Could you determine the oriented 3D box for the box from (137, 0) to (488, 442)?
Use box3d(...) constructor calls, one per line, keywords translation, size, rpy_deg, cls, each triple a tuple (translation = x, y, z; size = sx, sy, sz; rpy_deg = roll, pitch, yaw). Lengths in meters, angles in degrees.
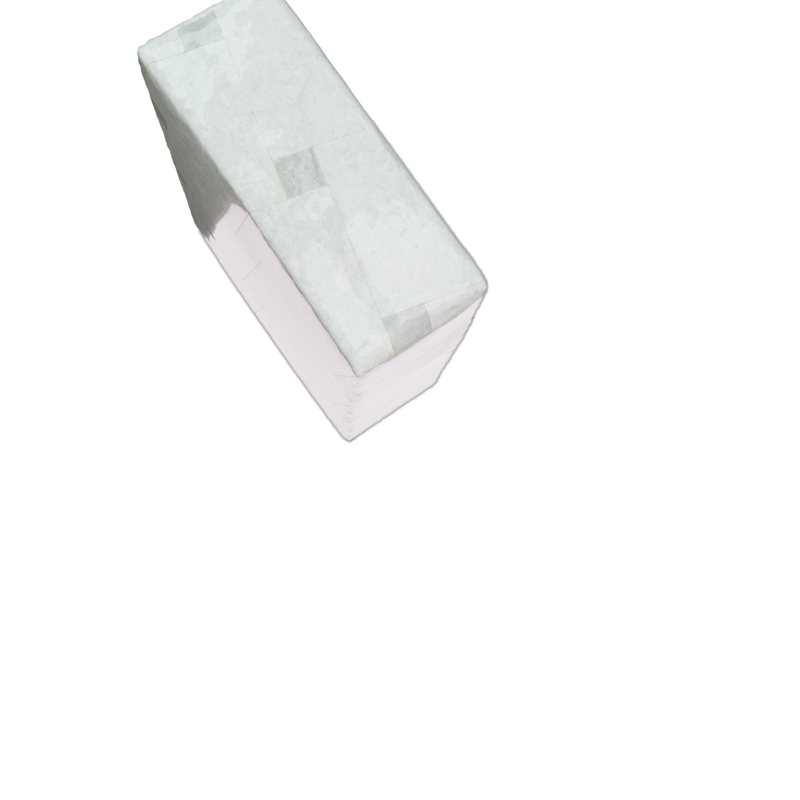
box3d(translation=(-0.042, -0.076, 0.534), size=(0.072, 0.170, 0.207), rpy_deg=(-33, -9, -9), cls="box")
